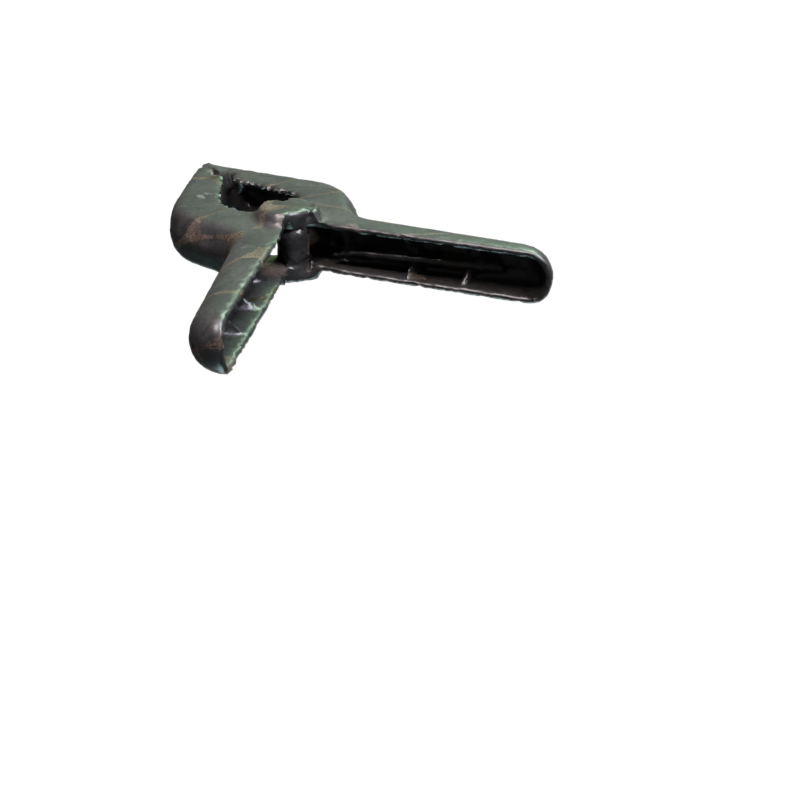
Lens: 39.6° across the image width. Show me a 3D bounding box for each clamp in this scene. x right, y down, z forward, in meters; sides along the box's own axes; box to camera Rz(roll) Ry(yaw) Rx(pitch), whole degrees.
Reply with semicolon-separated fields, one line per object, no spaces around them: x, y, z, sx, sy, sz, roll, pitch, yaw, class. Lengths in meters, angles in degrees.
-0.041;-0.075;0.528;0.161;0.035;0.225;-10;28;-20;clamp
